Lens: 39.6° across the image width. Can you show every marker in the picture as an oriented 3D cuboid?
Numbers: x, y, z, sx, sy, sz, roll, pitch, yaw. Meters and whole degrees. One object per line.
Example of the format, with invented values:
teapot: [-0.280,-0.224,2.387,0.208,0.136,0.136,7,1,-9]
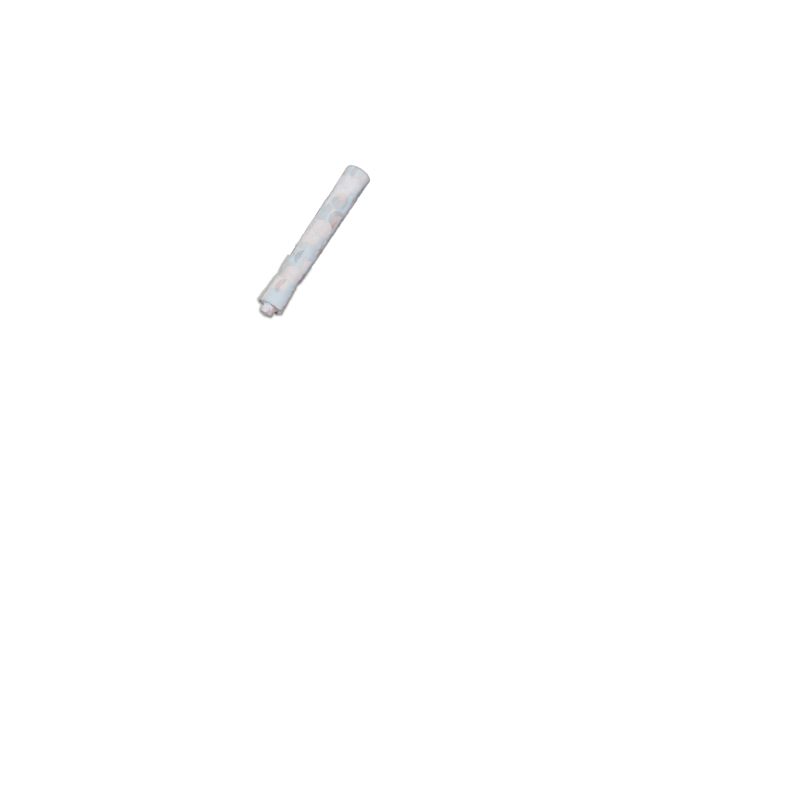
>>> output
marker: [-0.058,-0.106,0.746,0.020,0.124,0.019,28,-19,8]
